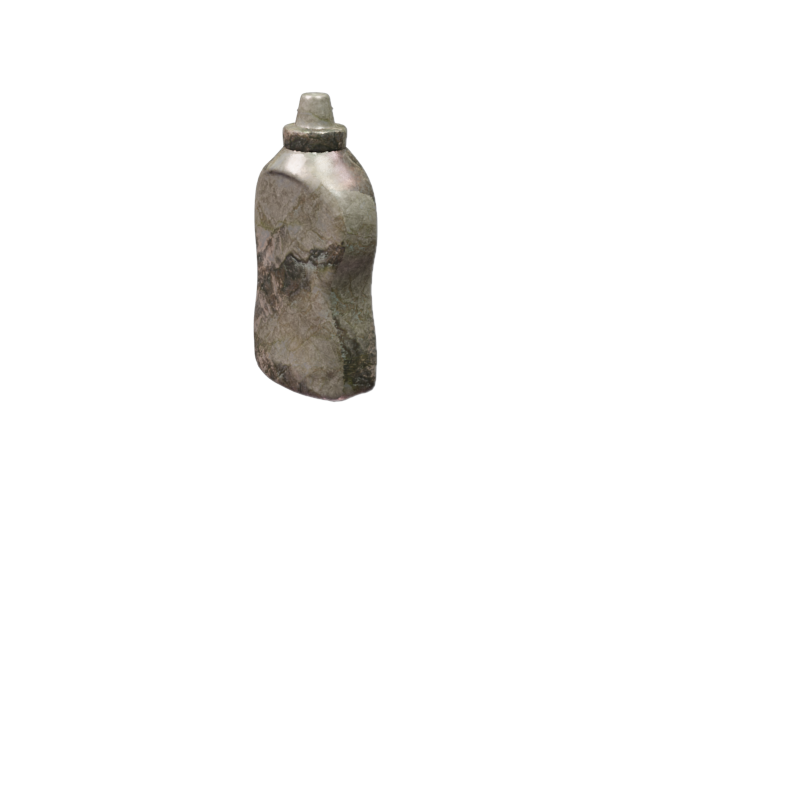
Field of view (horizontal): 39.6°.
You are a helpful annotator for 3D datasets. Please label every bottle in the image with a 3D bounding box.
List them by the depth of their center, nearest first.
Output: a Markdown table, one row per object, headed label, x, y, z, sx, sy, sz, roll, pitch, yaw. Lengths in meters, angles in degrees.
| label | x | y | z | sx | sy | sz | roll | pitch | yaw |
| --- | --- | --- | --- | --- | --- | --- | --- | --- | --- |
| bottle | -0.056 | -0.103 | 0.718 | 0.057 | 0.184 | 0.102 | -13 | 23 | -38 |
